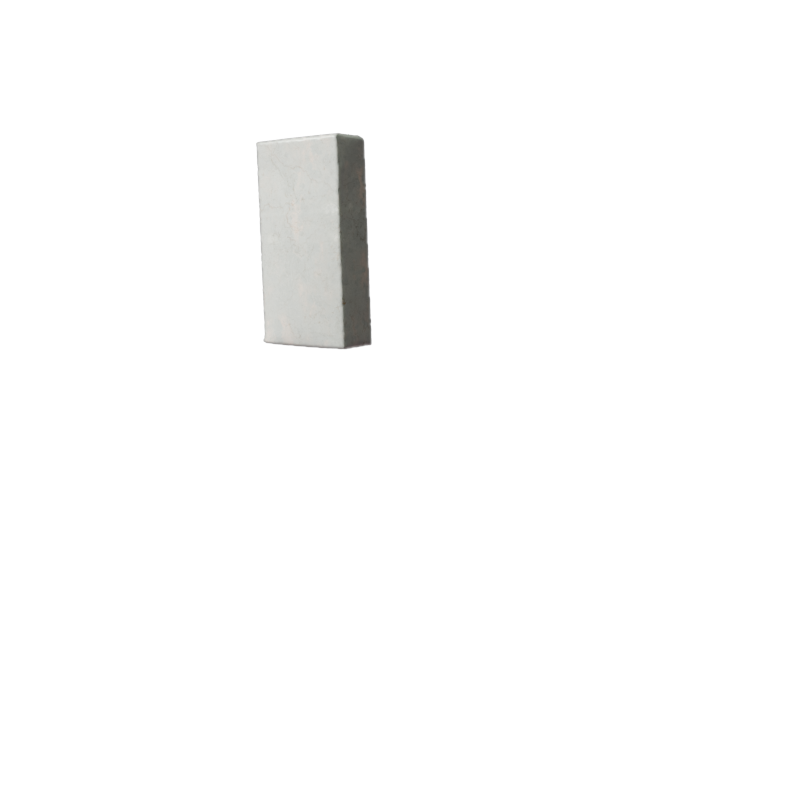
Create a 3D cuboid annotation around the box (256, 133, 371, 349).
[{"bbox_3d":[-0.073,-0.134,0.939,0.097,0.176,0.046,1,0,38],"label":"box"}]
